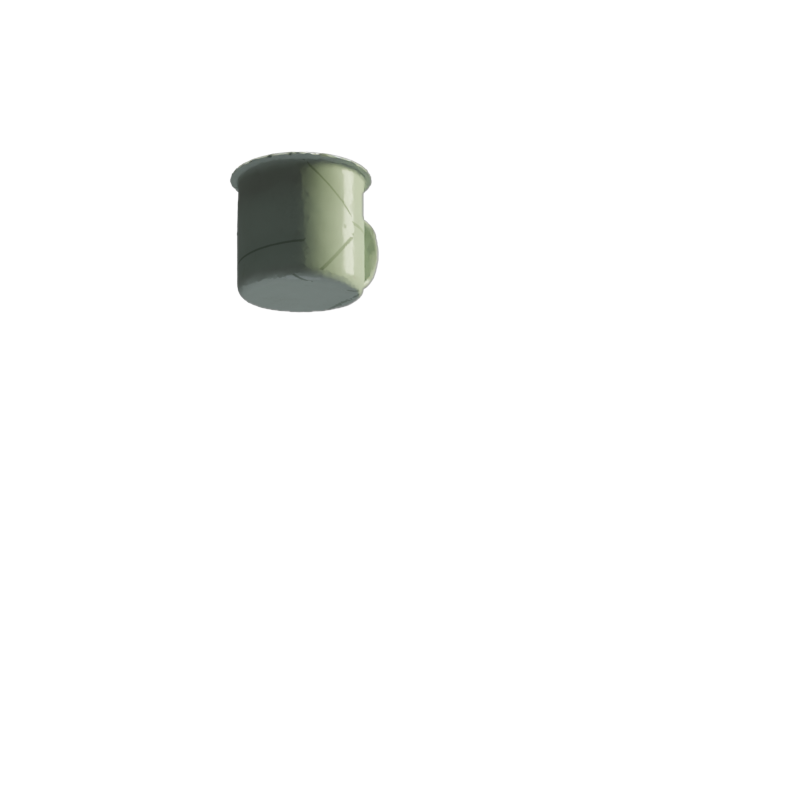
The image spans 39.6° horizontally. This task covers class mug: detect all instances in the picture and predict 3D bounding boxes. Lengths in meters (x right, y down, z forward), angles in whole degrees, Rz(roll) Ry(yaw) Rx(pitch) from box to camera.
[{"bbox_3d":[-0.057,-0.104,0.727,0.095,0.085,0.110,-13,-19,38],"label":"mug"}]
